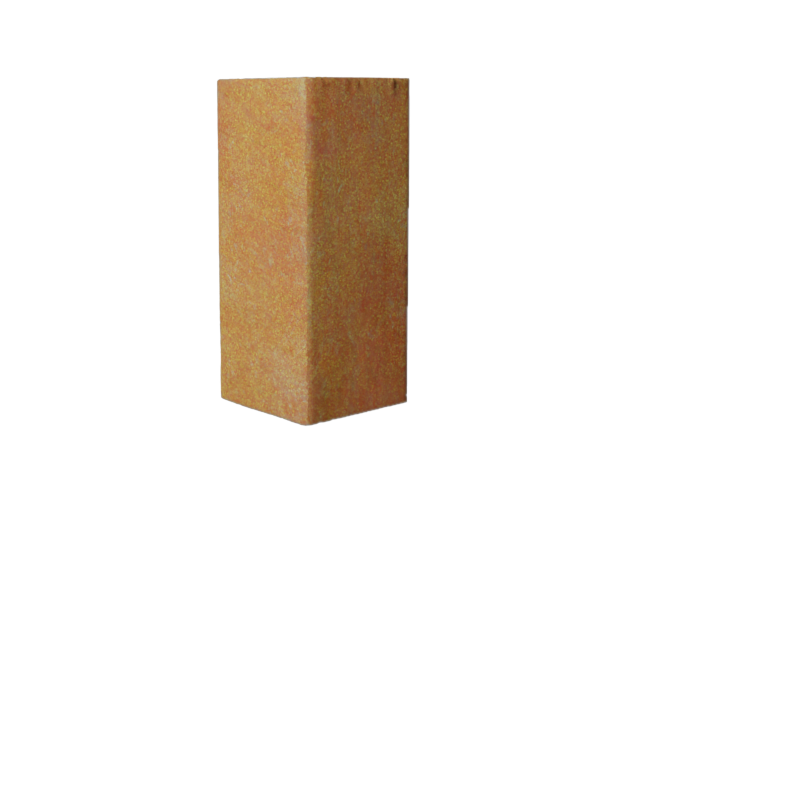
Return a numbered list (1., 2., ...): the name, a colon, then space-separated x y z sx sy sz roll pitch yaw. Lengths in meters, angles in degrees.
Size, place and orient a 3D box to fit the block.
1. block: -0.055 -0.100 0.704 0.088 0.202 0.095 -7 11 -42
